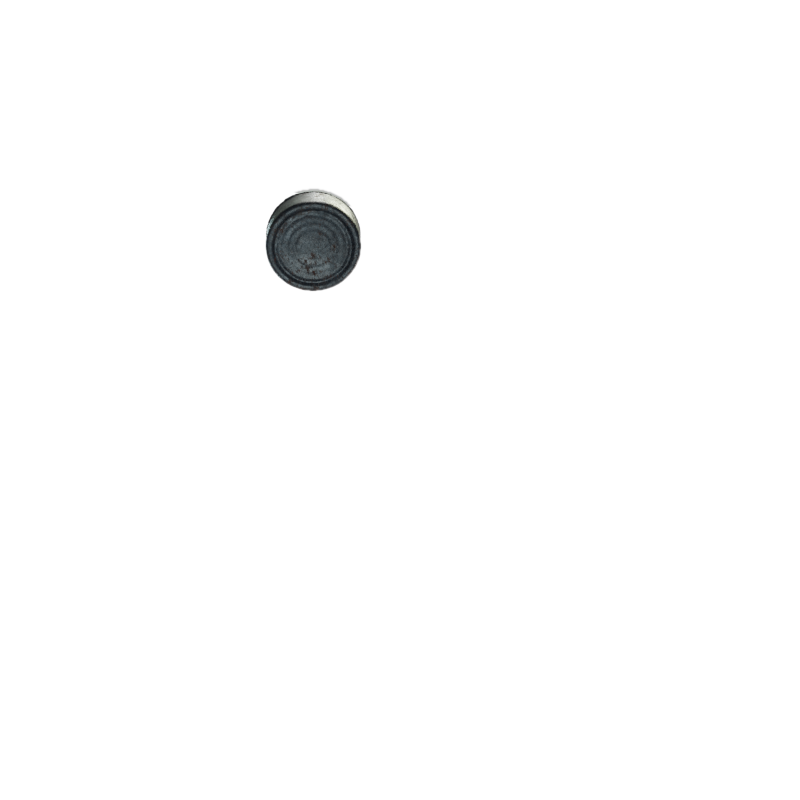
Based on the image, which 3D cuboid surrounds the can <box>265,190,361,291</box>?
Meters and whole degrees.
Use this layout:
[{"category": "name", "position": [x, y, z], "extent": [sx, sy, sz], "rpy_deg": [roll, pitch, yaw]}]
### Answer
[{"category": "can", "position": [-0.078, -0.141, 0.990], "extent": [0.086, 0.082, 0.035], "rpy_deg": [0, 22, -1]}]
